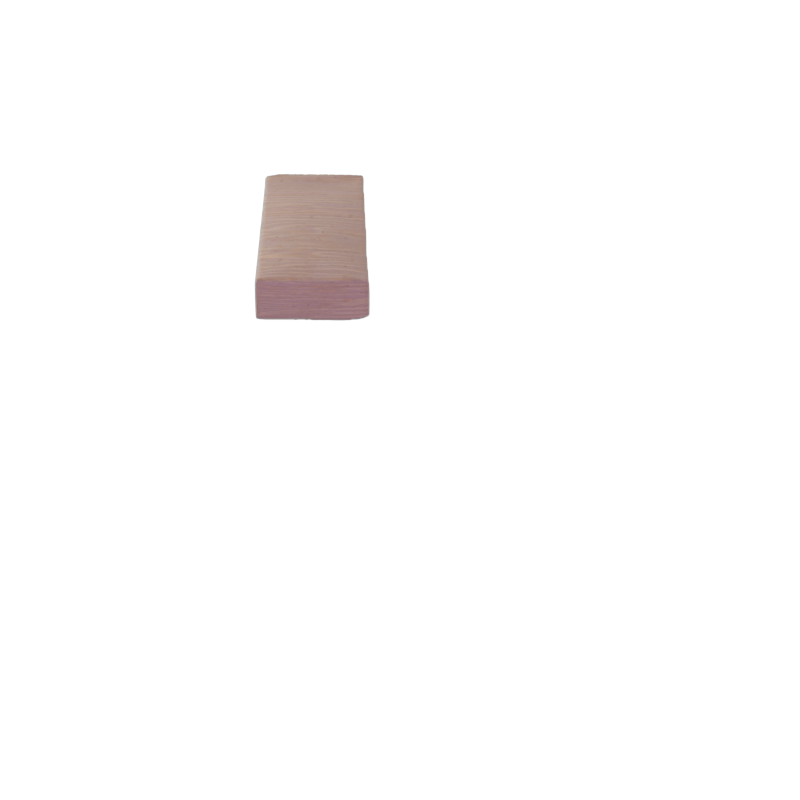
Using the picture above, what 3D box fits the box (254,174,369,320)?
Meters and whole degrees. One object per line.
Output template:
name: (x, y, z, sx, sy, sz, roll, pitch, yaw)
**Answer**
box: (-0.075, -0.137, 0.958, 0.093, 0.045, 0.189, -1, 40, -3)
